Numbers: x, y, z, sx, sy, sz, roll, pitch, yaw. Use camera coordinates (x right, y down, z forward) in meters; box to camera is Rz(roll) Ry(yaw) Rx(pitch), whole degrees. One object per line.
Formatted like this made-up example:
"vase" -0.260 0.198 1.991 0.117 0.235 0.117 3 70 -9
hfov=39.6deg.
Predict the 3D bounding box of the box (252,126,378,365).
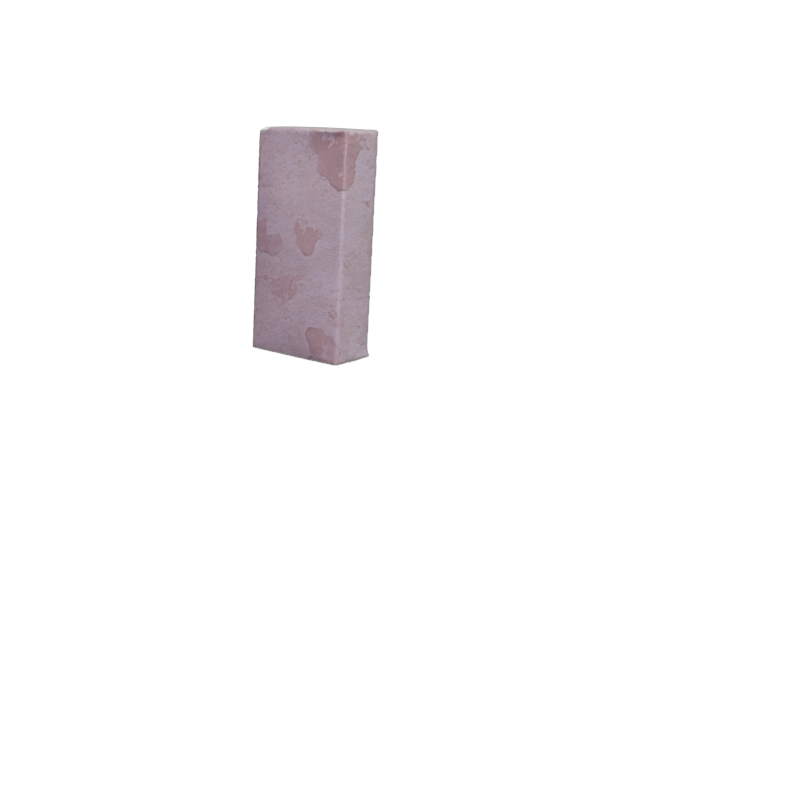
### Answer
"box" -0.067 -0.122 0.855 0.098 0.173 0.047 8 11 40
